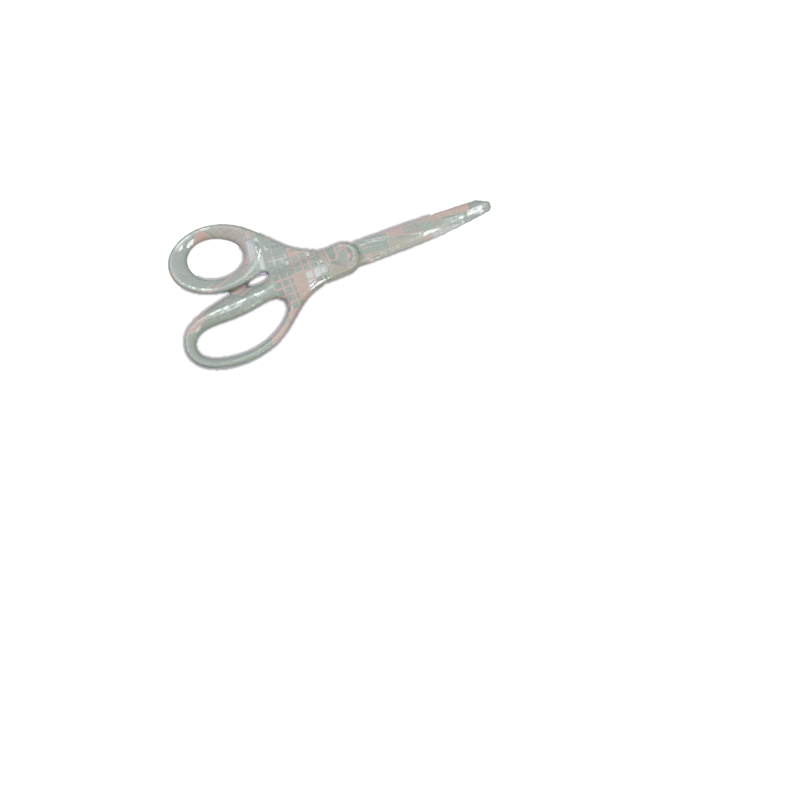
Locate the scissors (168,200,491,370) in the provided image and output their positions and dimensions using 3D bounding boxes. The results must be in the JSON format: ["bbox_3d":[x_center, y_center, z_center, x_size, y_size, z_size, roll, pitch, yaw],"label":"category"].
[{"bbox_3d":[-0.052,-0.095,0.669,0.202,0.100,0.015,-37,-15,-12],"label":"scissors"}]
